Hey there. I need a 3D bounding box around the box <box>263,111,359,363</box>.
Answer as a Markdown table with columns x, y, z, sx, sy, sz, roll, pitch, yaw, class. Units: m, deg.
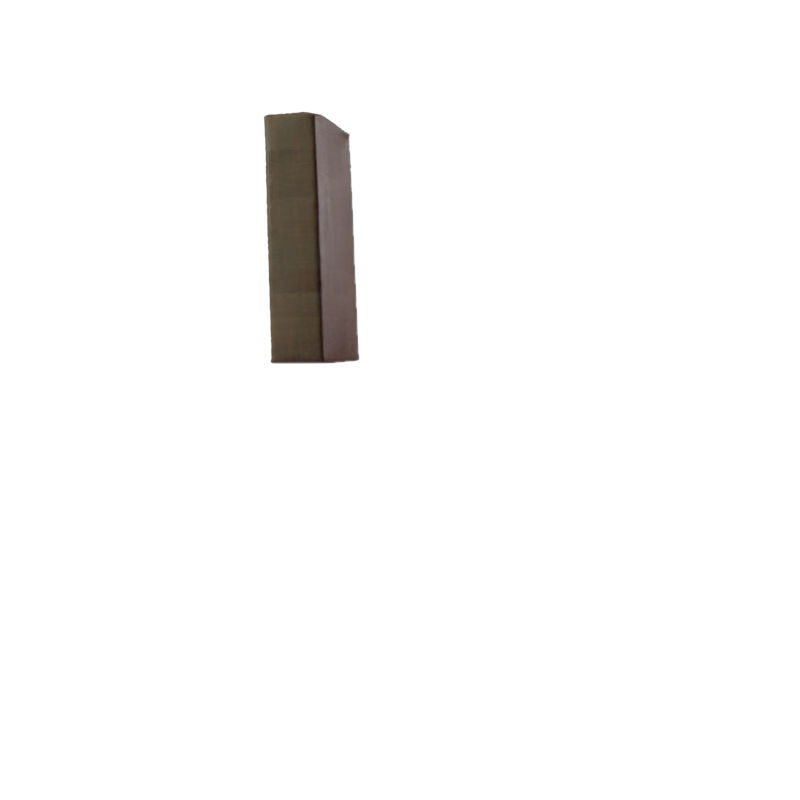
| x | y | z | sx | sy | sz | roll | pitch | yaw | class |
| --- | --- | --- | --- | --- | --- | --- | --- | --- | --- |
| -0.063 | -0.116 | 0.810 | 0.049 | 0.178 | 0.091 | -1 | -3 | 15 | box |
